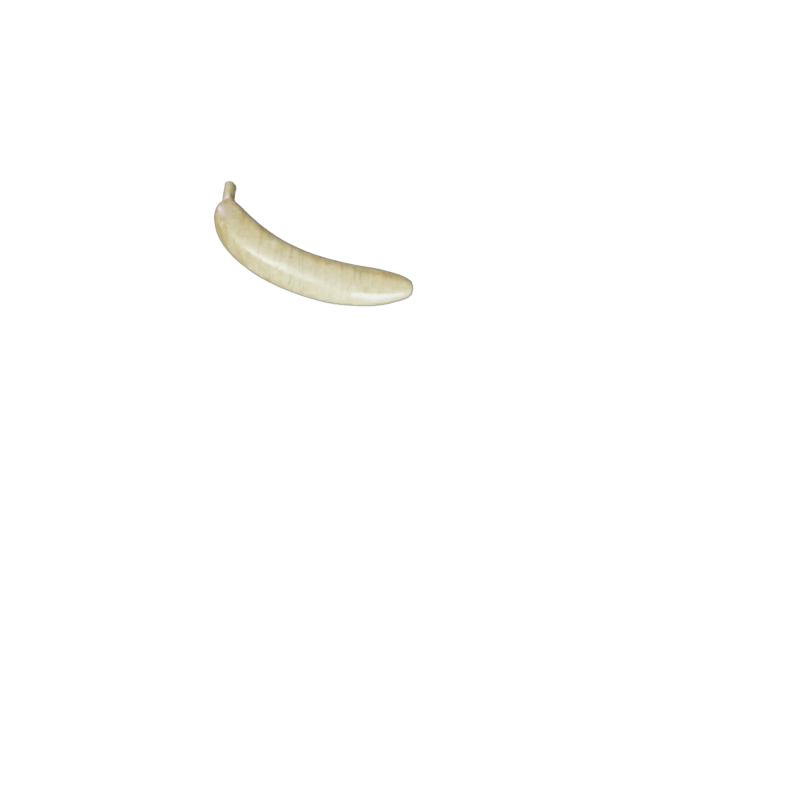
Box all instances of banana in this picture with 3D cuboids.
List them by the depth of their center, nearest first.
[{"bbox_3d":[-0.087,-0.123,0.938,0.205,0.071,0.035,31,-24,16],"label":"banana"}]
